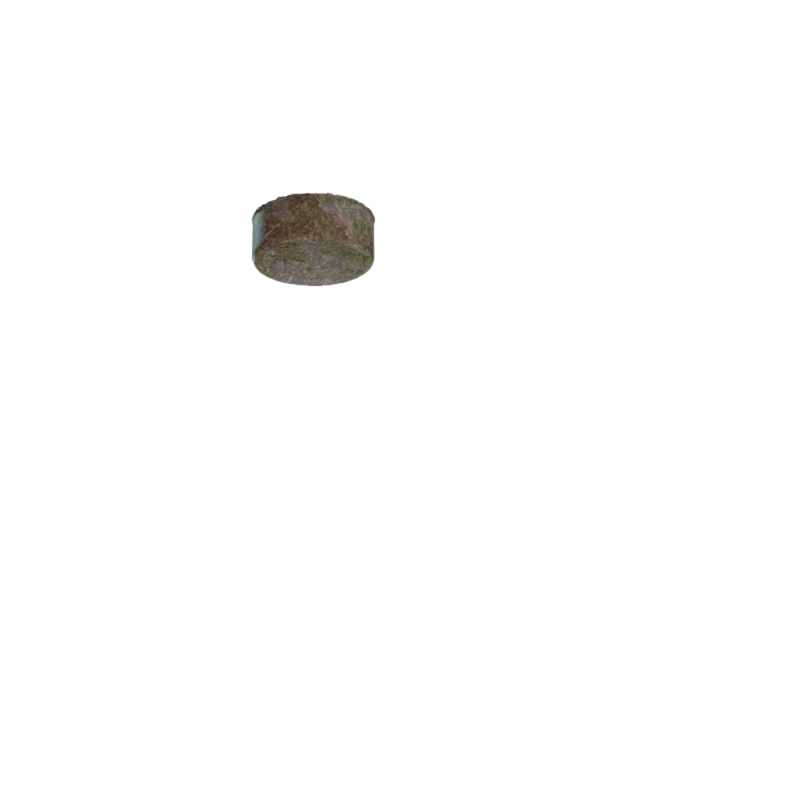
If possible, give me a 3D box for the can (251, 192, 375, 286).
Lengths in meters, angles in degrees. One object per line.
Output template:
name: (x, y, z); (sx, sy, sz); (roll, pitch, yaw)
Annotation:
can: (-0.060, -0.109, 0.765); (0.086, 0.035, 0.082); (0, -19, -2)
